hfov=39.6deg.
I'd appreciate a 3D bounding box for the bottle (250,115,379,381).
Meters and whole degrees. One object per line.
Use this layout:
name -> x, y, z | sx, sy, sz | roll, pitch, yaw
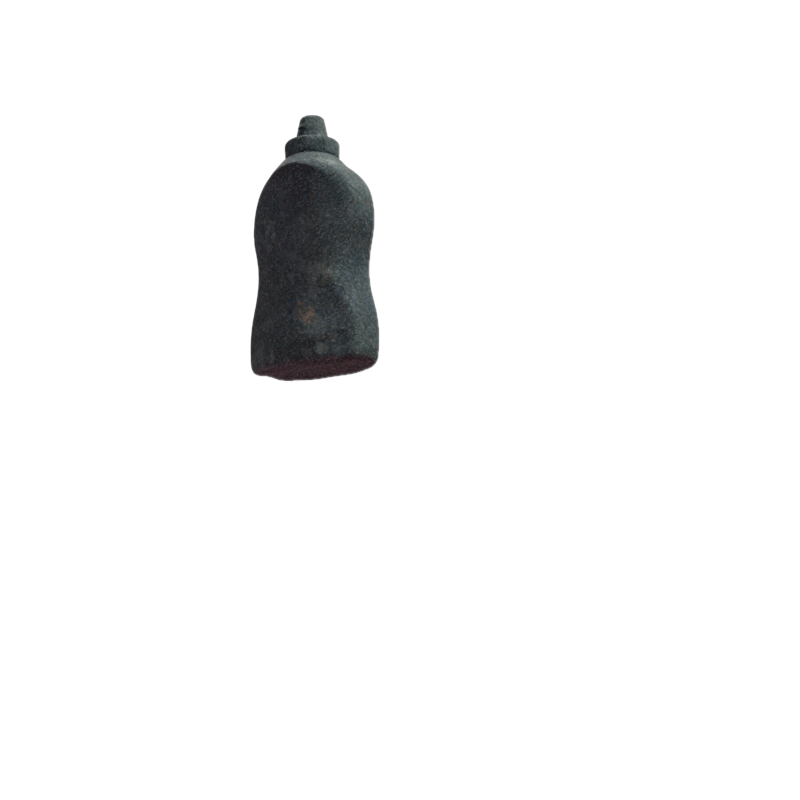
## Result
bottle -> -0.063, -0.114, 0.800 | 0.098, 0.199, 0.055 | -13, -20, 37
